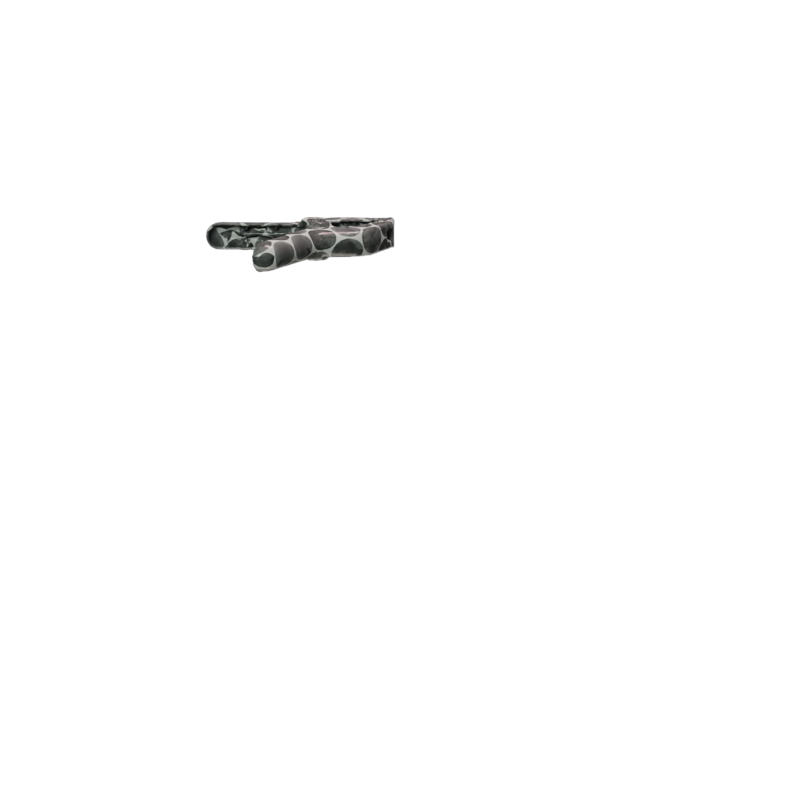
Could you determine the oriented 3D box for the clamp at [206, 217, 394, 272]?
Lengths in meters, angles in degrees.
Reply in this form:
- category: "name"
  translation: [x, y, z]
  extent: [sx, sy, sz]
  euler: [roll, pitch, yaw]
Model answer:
- category: "clamp"
  translation: [-0.077, -0.140, 0.981]
  extent: [0.168, 0.037, 0.128]
  euler: [-8, 26, -17]
